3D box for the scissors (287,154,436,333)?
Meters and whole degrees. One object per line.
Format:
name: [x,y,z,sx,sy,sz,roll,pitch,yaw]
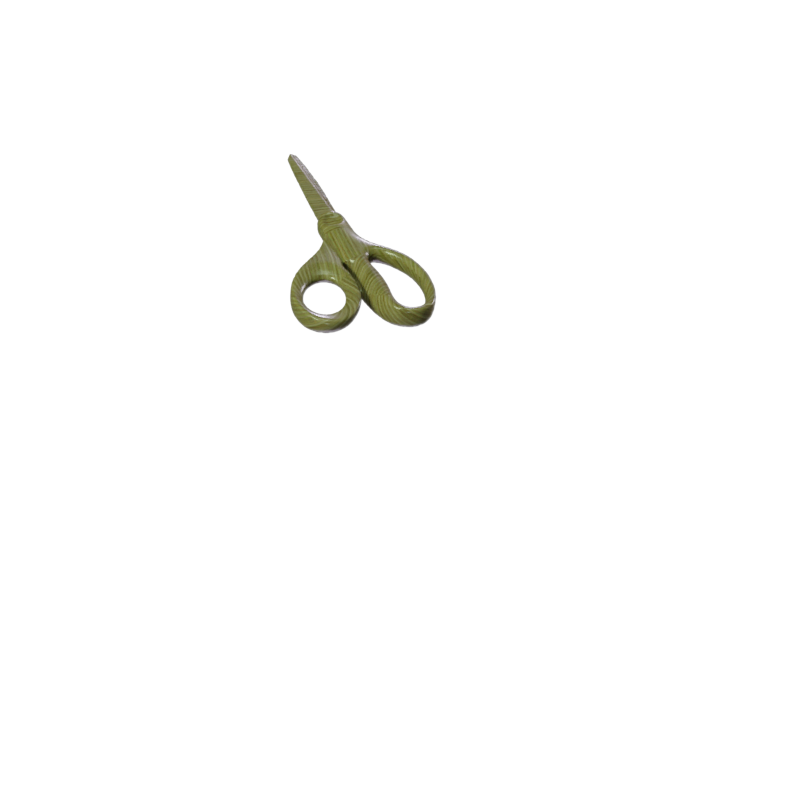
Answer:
scissors: [-0.057,-0.103,0.723,0.095,0.015,0.218,-23,45,-25]
